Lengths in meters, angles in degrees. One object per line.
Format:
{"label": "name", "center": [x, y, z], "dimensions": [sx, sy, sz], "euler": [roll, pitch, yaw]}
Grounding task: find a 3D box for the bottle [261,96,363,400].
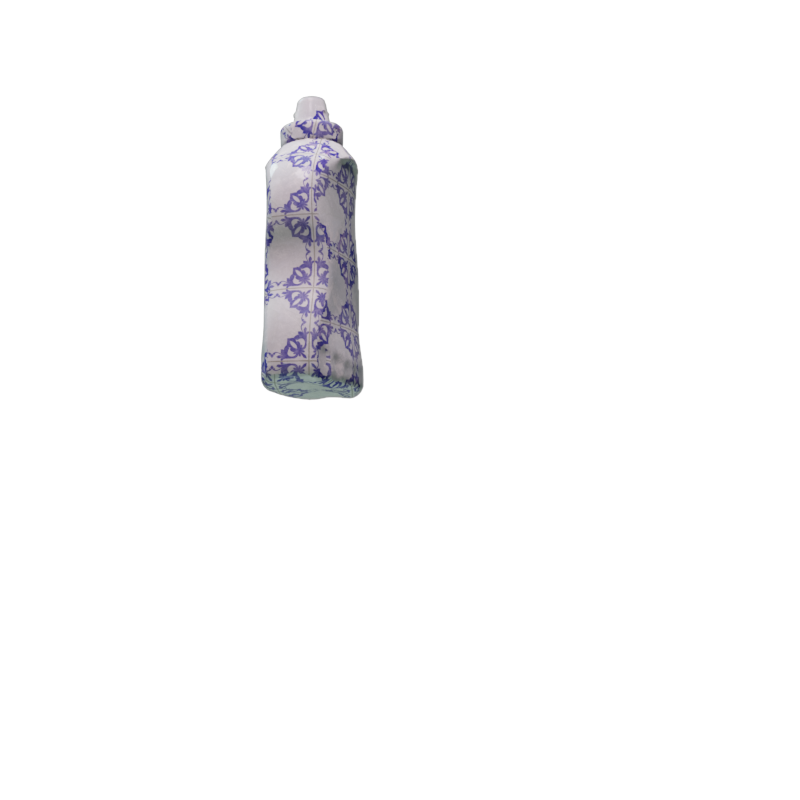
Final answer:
{"label": "bottle", "center": [-0.055, -0.100, 0.702], "dimensions": [0.059, 0.198, 0.091], "euler": [-5, -13, 16]}
